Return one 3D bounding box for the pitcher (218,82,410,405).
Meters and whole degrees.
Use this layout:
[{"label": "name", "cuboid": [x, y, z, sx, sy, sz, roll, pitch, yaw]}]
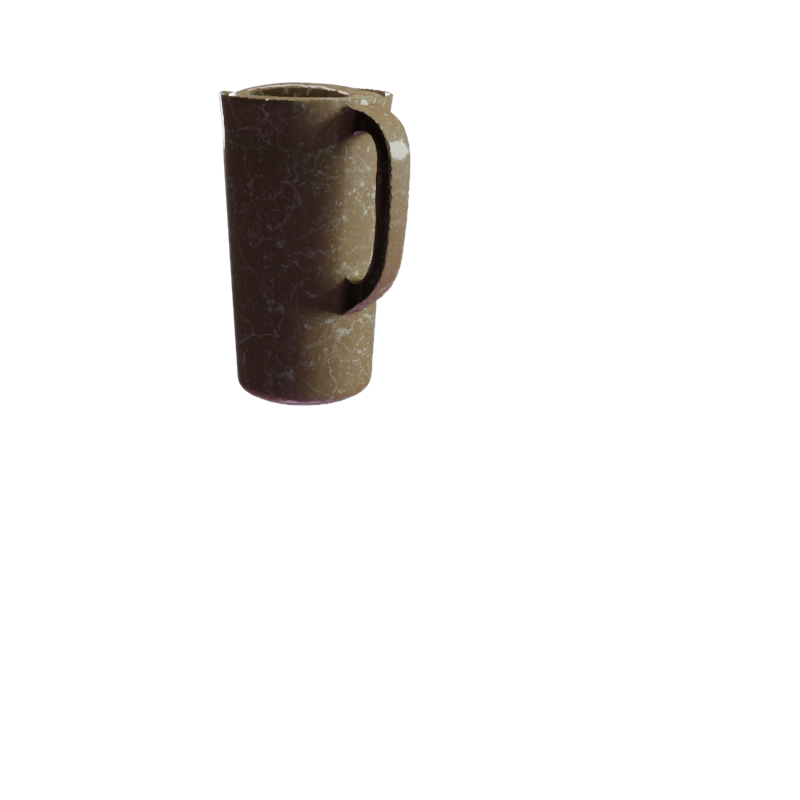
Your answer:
[{"label": "pitcher", "cuboid": [-0.067, -0.123, 0.859, 0.145, 0.236, 0.154, 1, 14, 1]}]
